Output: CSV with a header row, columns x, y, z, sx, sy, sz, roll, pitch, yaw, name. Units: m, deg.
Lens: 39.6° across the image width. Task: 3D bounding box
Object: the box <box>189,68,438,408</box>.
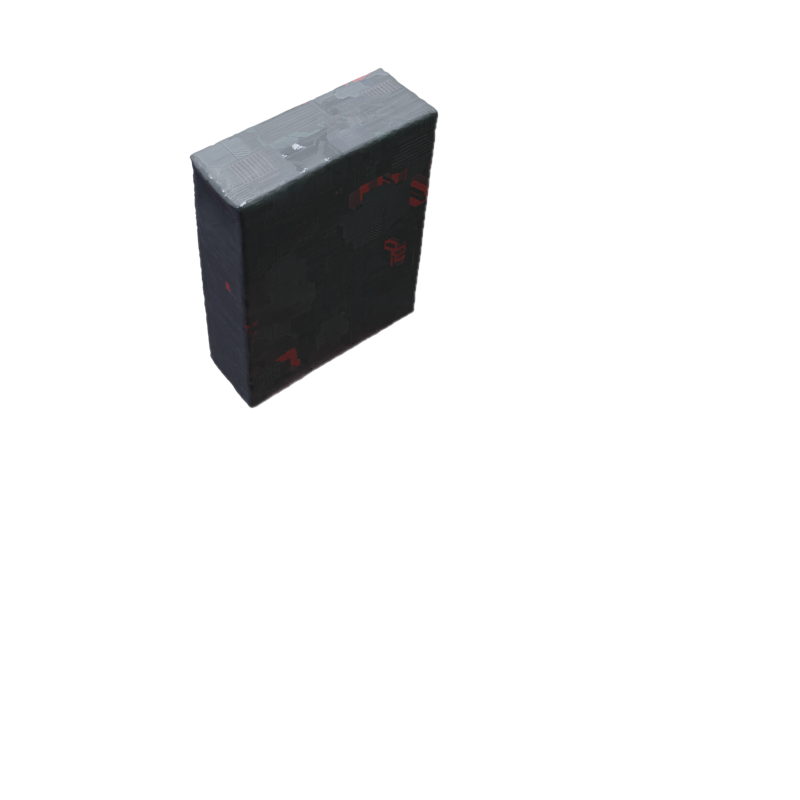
x,y,z,sx,sy,sz,roll,pitch,yaw,name
-0.063,-0.115,0.806,0.164,0.199,0.077,-31,59,-25,box
